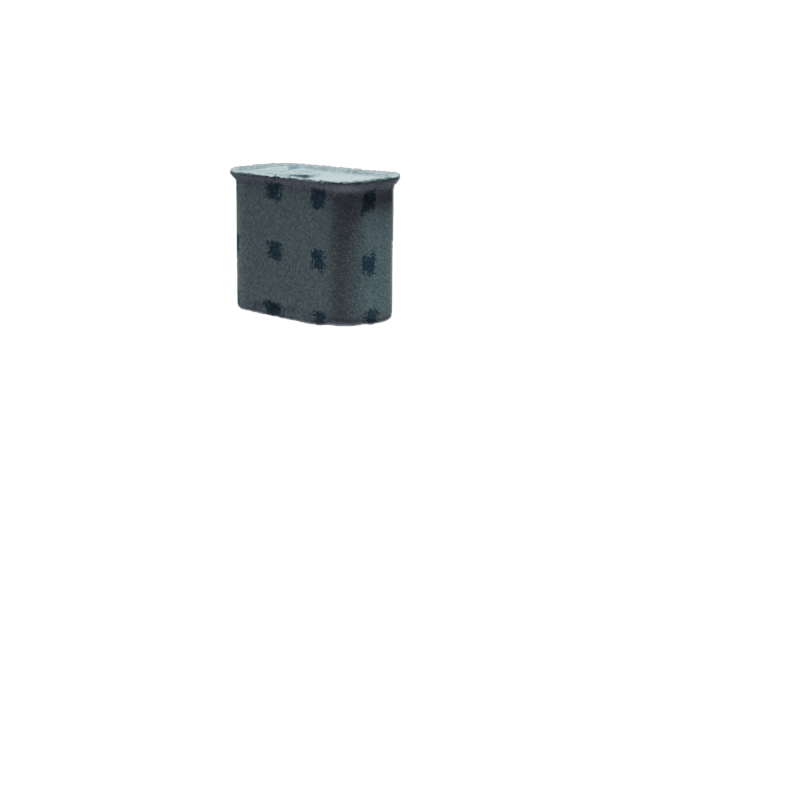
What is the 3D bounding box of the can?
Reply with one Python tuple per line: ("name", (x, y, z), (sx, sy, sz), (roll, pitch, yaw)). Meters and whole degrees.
("can", (-0.051, -0.092, 0.647), (0.107, 0.081, 0.056), (13, 18, 39))
